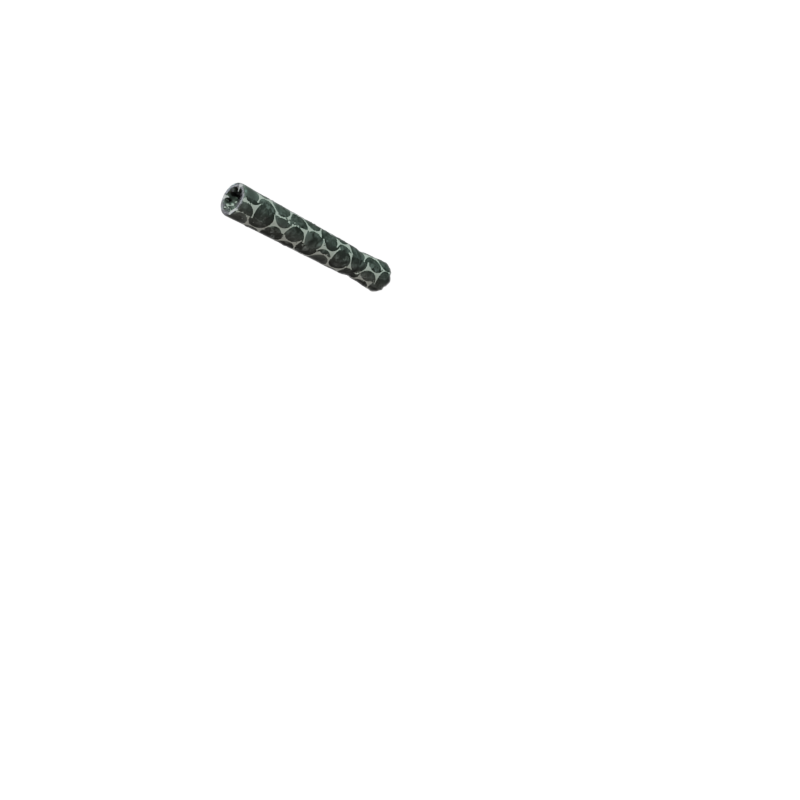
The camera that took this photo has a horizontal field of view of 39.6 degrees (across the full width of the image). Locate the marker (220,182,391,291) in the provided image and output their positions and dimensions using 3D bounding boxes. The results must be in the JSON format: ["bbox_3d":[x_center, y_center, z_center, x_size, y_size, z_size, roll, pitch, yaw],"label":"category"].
[{"bbox_3d":[-0.047,-0.087,0.606,0.113,0.020,0.021,24,-13,-42],"label":"marker"}]
